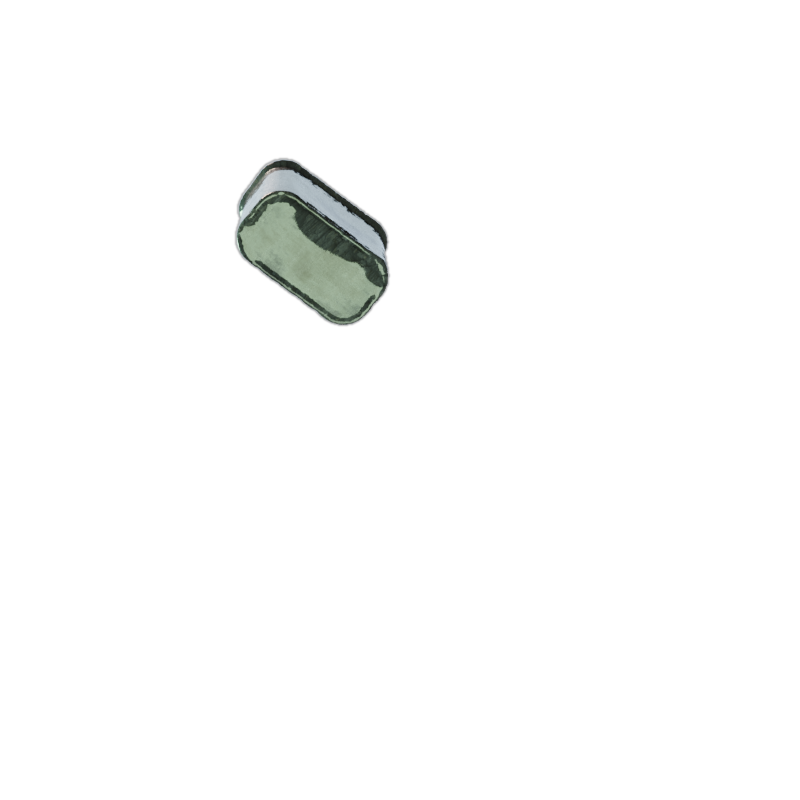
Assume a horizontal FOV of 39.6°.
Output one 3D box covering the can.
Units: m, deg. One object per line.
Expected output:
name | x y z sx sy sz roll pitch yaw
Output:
can | -0.055 -0.101 0.709 0.099 0.057 0.087 35 15 -13
